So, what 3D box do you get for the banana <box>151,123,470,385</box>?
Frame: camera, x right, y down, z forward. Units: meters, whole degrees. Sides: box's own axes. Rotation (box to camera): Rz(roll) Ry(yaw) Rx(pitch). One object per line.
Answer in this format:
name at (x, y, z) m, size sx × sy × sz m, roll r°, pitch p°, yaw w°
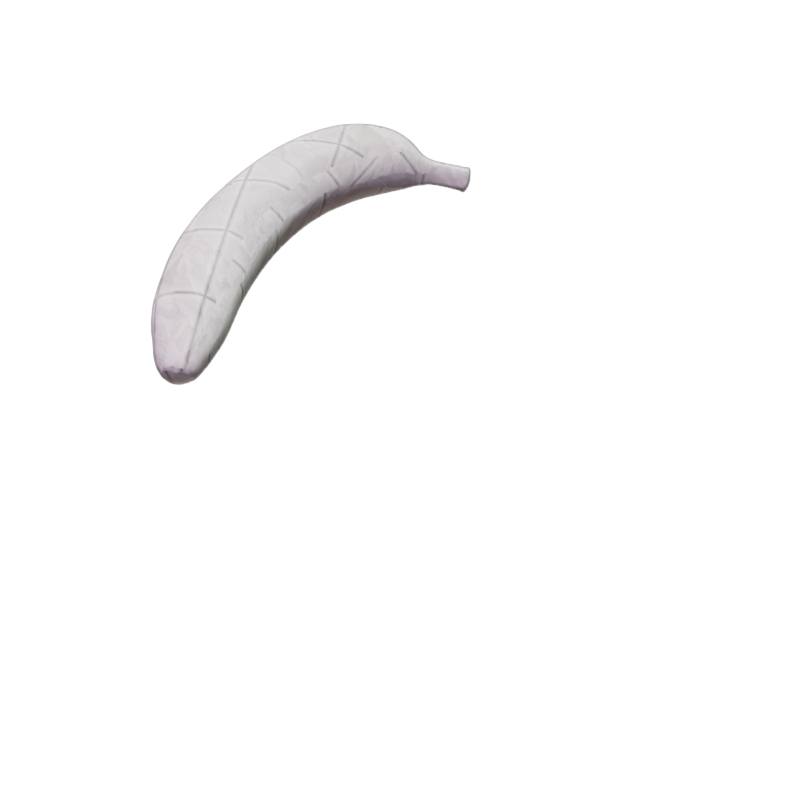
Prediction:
banana at (-0.050, -0.080, 0.492) m, size 0.074 × 0.034 × 0.200 m, roll 28°, pitch 50°, yaw 27°
